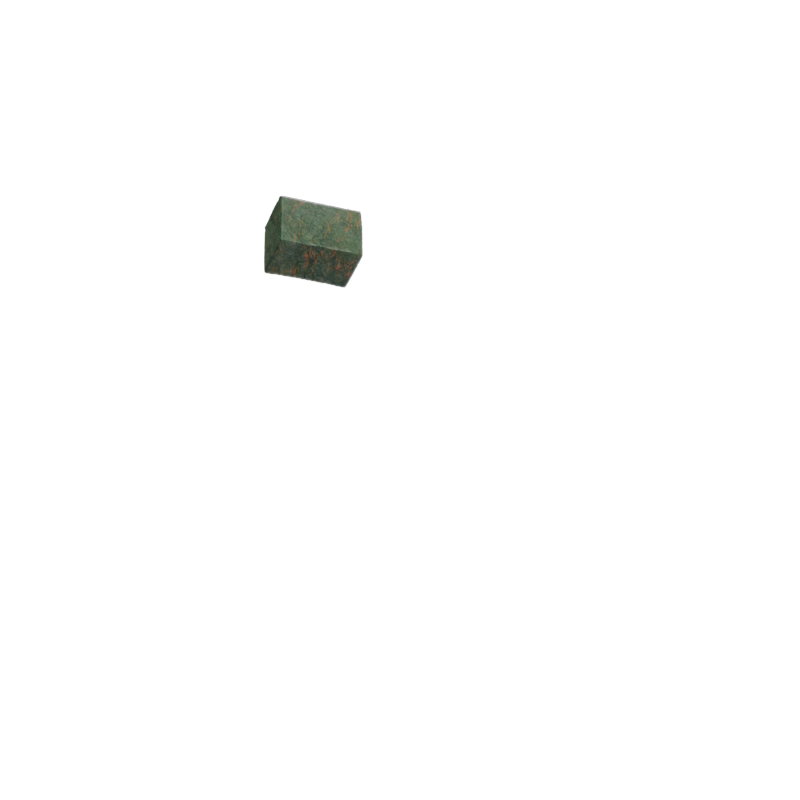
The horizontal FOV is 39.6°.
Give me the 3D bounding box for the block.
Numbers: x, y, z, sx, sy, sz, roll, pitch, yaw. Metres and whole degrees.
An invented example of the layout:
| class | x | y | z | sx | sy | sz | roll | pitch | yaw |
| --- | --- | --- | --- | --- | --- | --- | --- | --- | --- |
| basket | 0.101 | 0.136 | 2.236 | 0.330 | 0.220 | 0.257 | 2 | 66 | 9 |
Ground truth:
| class | x | y | z | sx | sy | sz | roll | pitch | yaw |
| --- | --- | --- | --- | --- | --- | --- | --- | --- | --- |
| block | -0.077 | -0.141 | 0.989 | 0.076 | 0.055 | 0.051 | 10 | -35 | -17 |
